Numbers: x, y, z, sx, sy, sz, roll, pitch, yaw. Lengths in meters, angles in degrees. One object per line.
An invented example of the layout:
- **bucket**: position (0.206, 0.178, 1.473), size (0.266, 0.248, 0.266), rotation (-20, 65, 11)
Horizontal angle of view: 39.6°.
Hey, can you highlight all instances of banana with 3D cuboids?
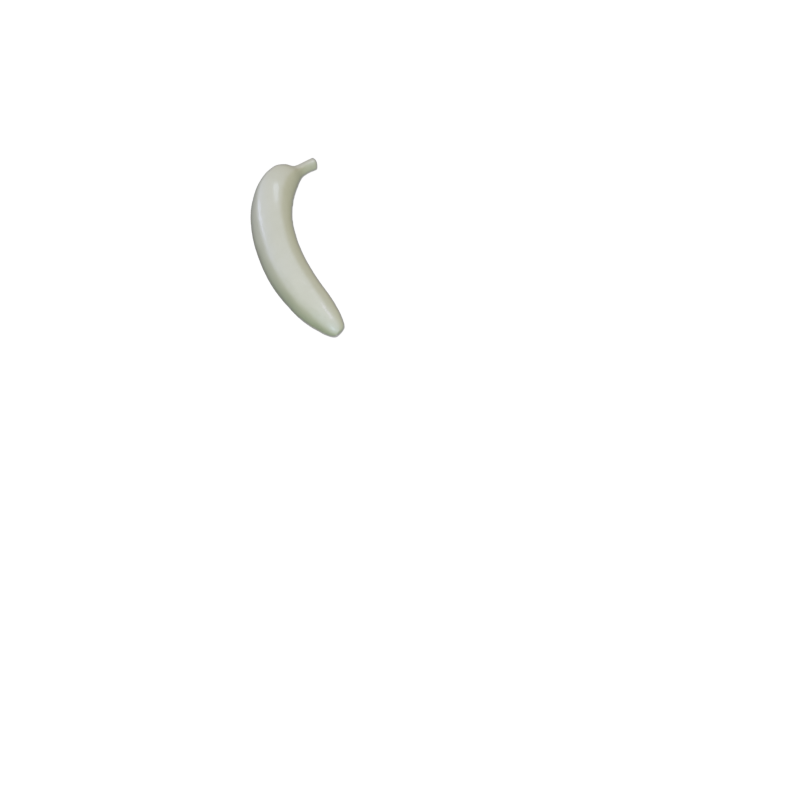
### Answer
- **banana**: position (-0.096, -0.141, 0.981), size (0.069, 0.212, 0.034), rotation (-7, -32, -5)
